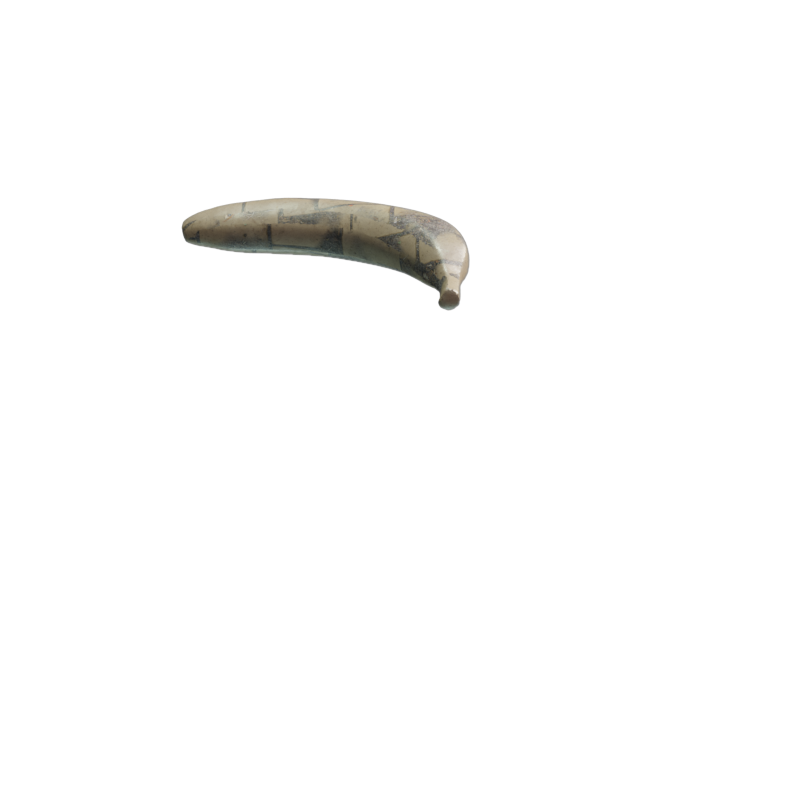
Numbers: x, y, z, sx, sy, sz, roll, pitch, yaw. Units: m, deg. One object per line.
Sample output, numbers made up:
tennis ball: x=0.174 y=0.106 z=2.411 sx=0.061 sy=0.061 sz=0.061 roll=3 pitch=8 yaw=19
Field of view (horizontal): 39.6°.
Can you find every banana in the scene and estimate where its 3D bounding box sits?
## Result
banana: x=-0.035 y=-0.094 z=0.638 sx=0.208 sy=0.035 sz=0.069 roll=16 pitch=25 yaw=35
